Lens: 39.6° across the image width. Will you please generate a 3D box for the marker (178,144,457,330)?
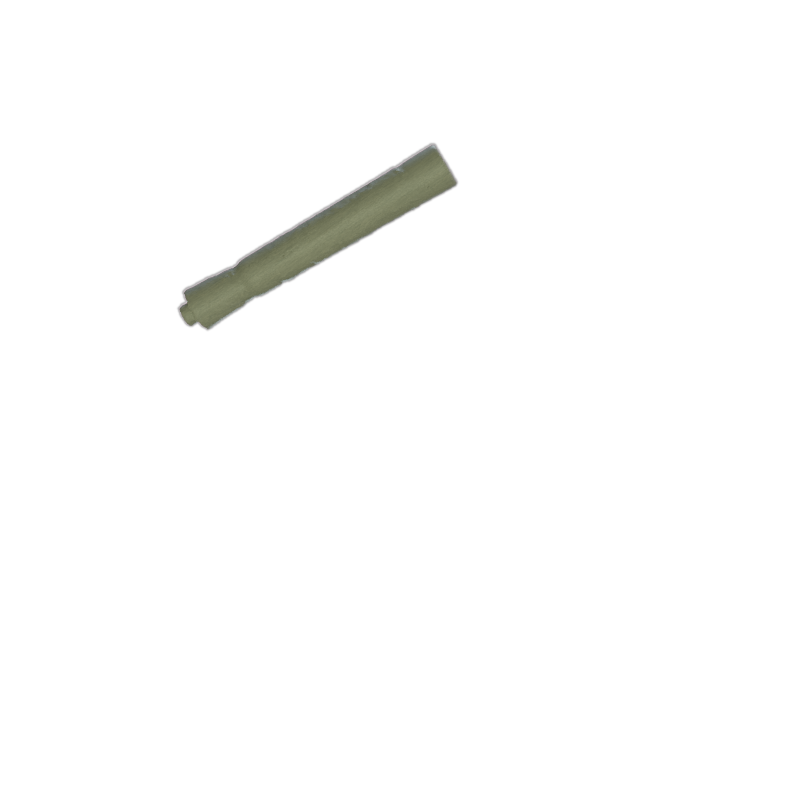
[{"bbox_3d":[-0.034,-0.063,0.438,0.121,0.020,0.020,-29,0,7],"label":"marker"}]
